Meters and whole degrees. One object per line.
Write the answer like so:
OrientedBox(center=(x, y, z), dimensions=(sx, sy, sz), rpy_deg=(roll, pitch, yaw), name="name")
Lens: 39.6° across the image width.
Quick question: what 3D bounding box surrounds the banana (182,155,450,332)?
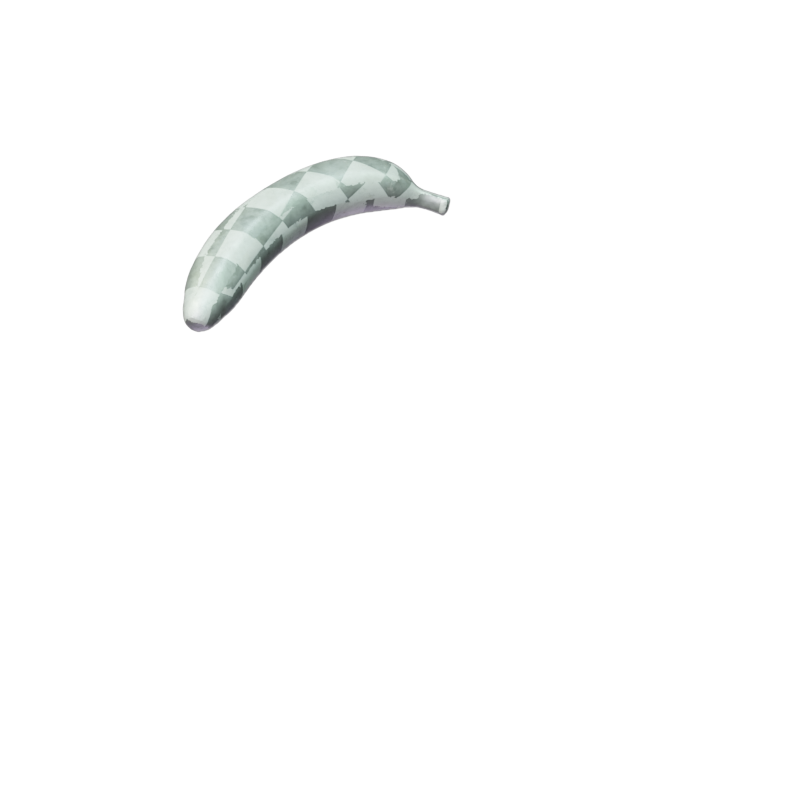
OrientedBox(center=(-0.061, -0.106, 0.668), dimensions=(0.198, 0.034, 0.075), rpy_deg=(-31, 52, -29), name="banana")
